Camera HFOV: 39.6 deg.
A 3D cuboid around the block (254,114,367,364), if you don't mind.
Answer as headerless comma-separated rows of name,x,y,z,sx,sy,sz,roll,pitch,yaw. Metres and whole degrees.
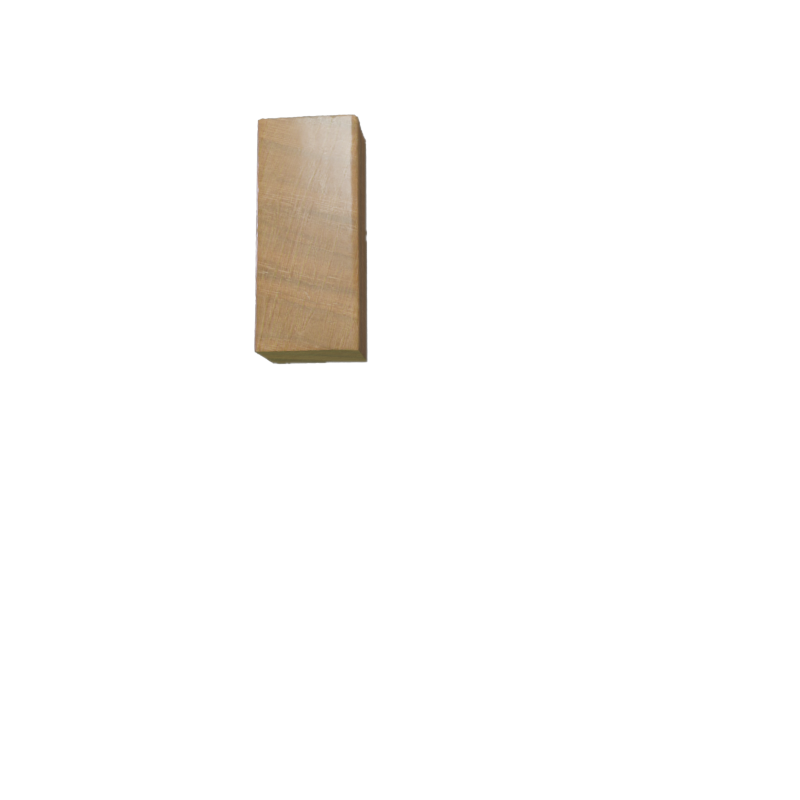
block,-0.077,-0.141,0.986,0.091,0.212,0.087,-2,-12,6
